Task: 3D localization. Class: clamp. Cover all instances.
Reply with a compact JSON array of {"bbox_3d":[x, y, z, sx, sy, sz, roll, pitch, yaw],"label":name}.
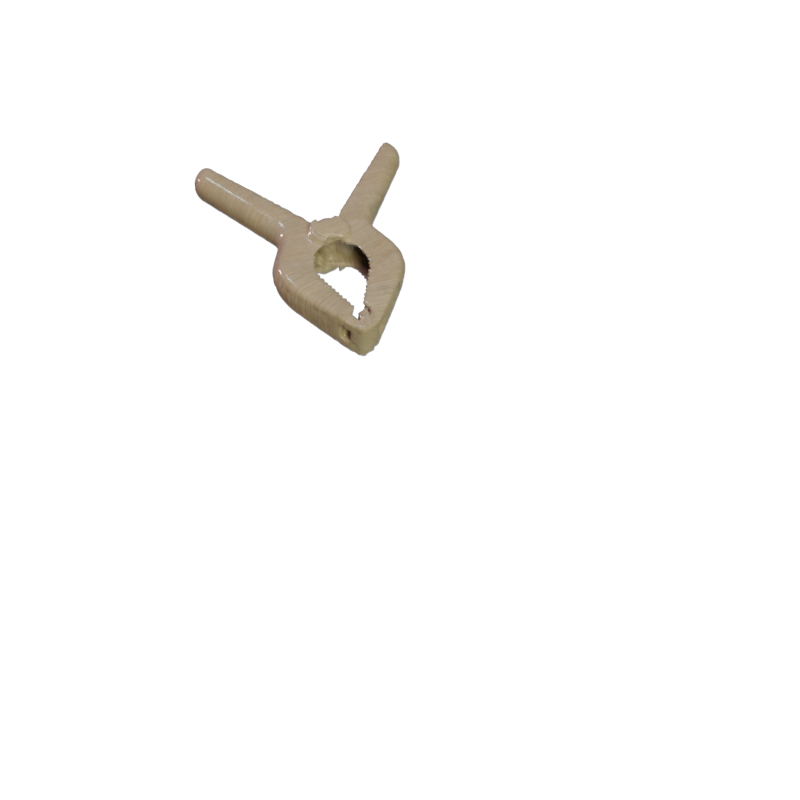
[{"bbox_3d":[-0.064,-0.116,0.814,0.163,0.227,0.034,-7,-44,-7],"label":"clamp"}]
